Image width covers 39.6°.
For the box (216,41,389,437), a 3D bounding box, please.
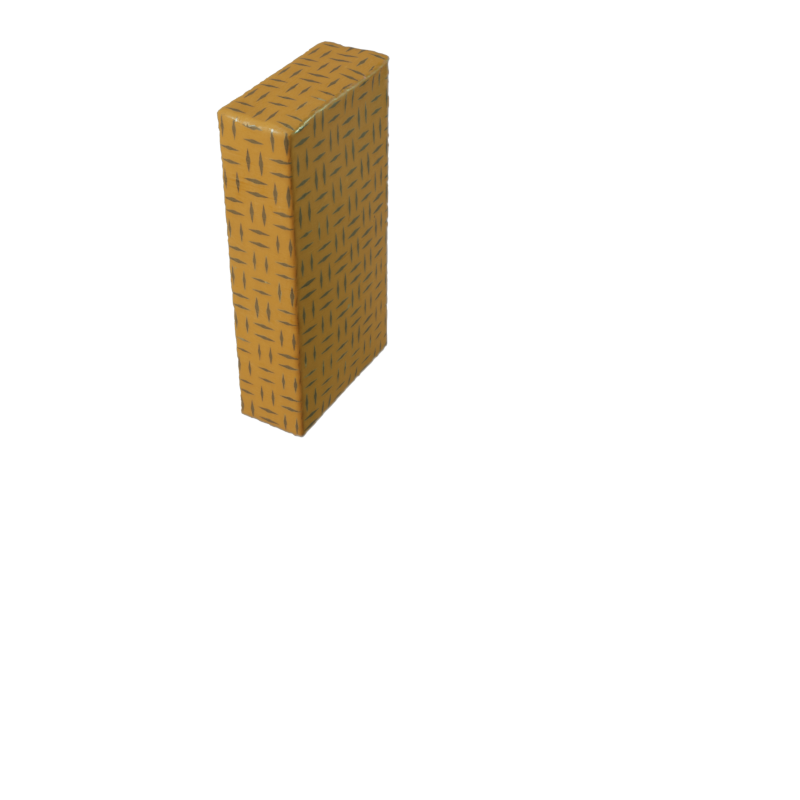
[{"bbox_3d":[-0.043,-0.079,0.553,0.050,0.165,0.095,20,41,21],"label":"box"}]
